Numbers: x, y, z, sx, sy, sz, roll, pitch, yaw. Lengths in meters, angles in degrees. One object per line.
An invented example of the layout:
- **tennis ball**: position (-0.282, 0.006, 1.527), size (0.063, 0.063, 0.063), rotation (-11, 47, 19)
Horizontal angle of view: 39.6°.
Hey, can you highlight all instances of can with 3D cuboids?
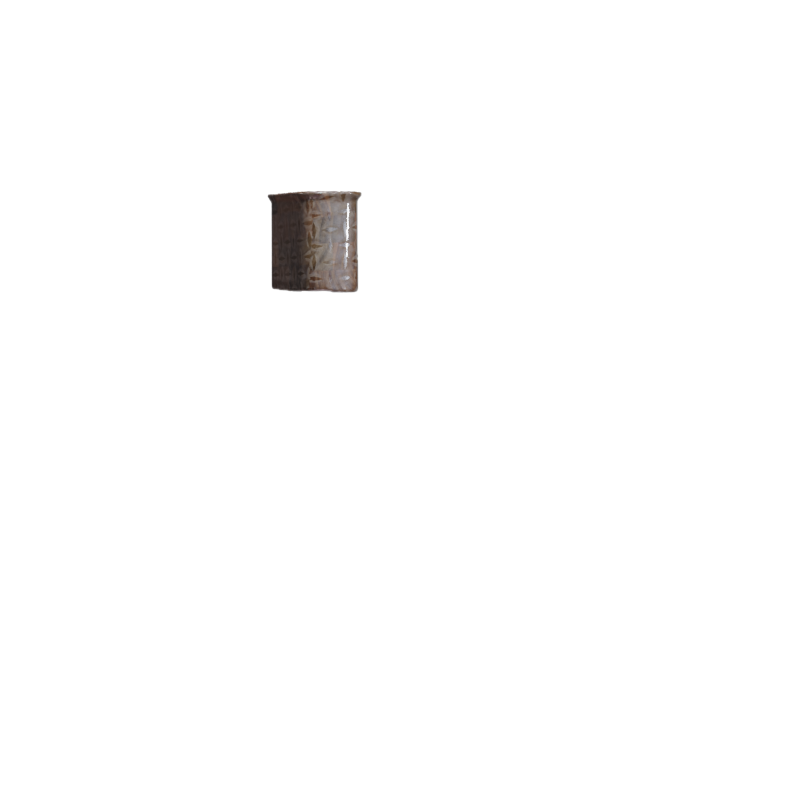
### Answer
- **can**: position (-0.074, -0.136, 0.952), size (0.056, 0.083, 0.106), rotation (-1, 5, -26)
